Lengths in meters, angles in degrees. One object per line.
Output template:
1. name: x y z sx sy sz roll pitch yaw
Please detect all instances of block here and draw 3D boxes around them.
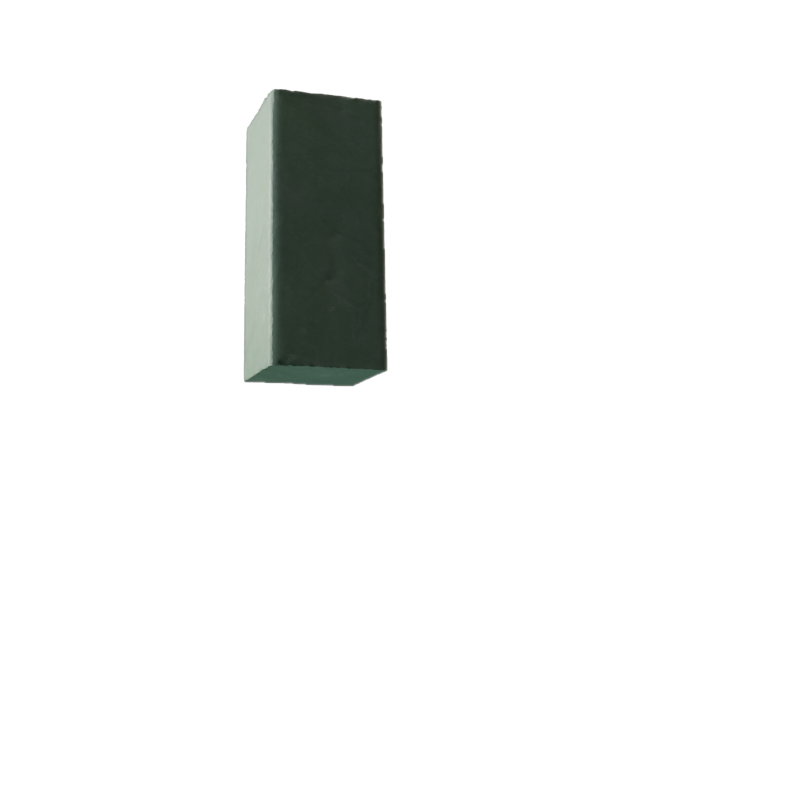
1. block: -0.067 -0.120 0.843 0.088 0.213 0.090 3 -14 -18
